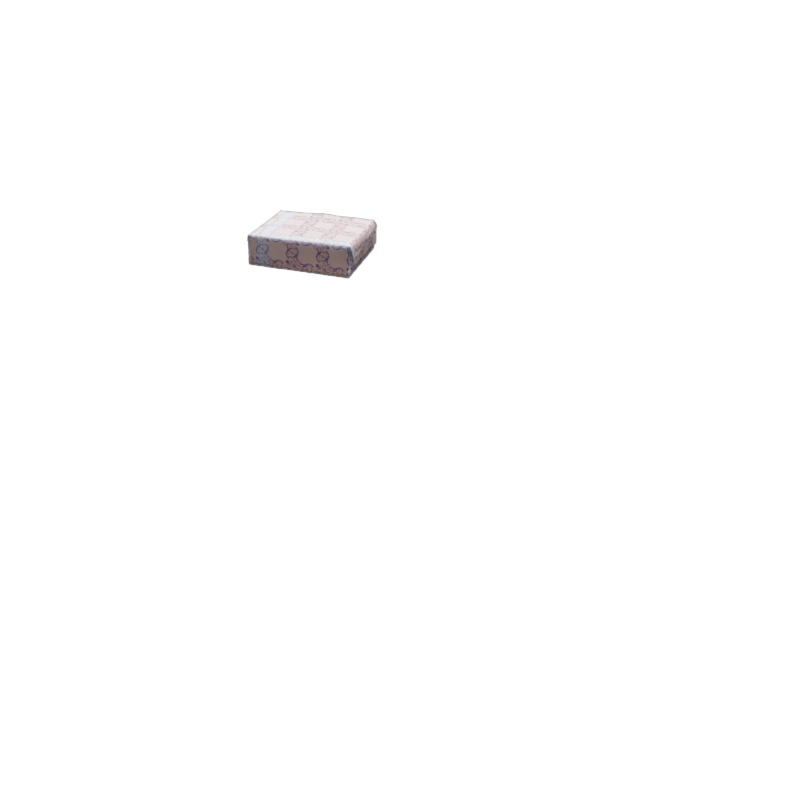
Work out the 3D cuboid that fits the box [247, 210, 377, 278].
[{"bbox_3d":[-0.071,-0.130,0.913,0.092,0.029,0.075,8,26,16],"label":"box"}]
